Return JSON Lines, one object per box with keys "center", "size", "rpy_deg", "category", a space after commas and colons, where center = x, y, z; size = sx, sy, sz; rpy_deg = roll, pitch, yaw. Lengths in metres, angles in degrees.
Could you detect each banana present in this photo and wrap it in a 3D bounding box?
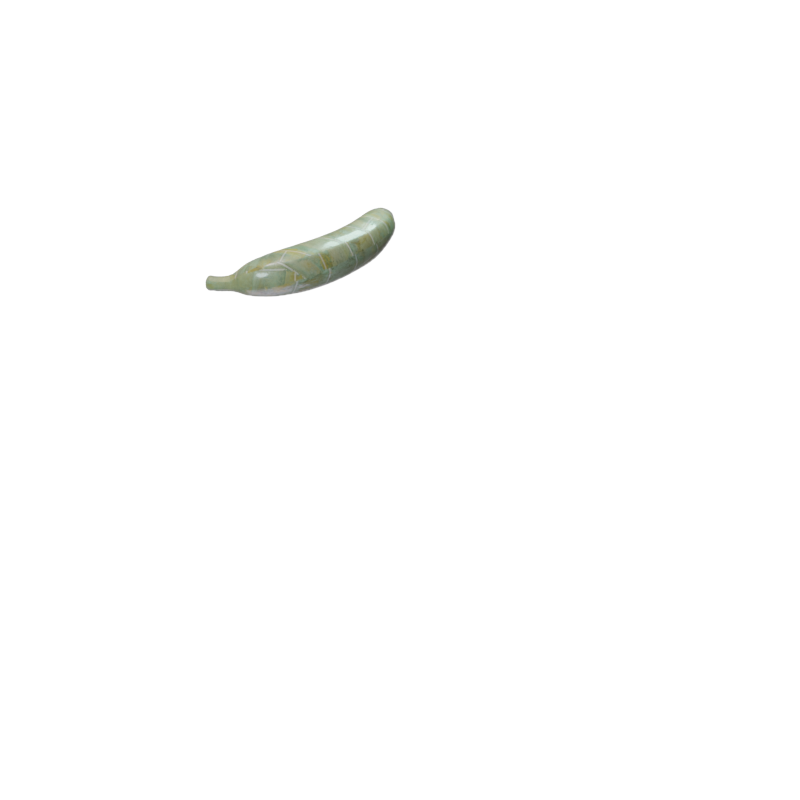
{"center": [-0.063, -0.124, 0.916], "size": [0.196, 0.035, 0.074], "rpy_deg": [-25, 39, -36], "category": "banana"}
